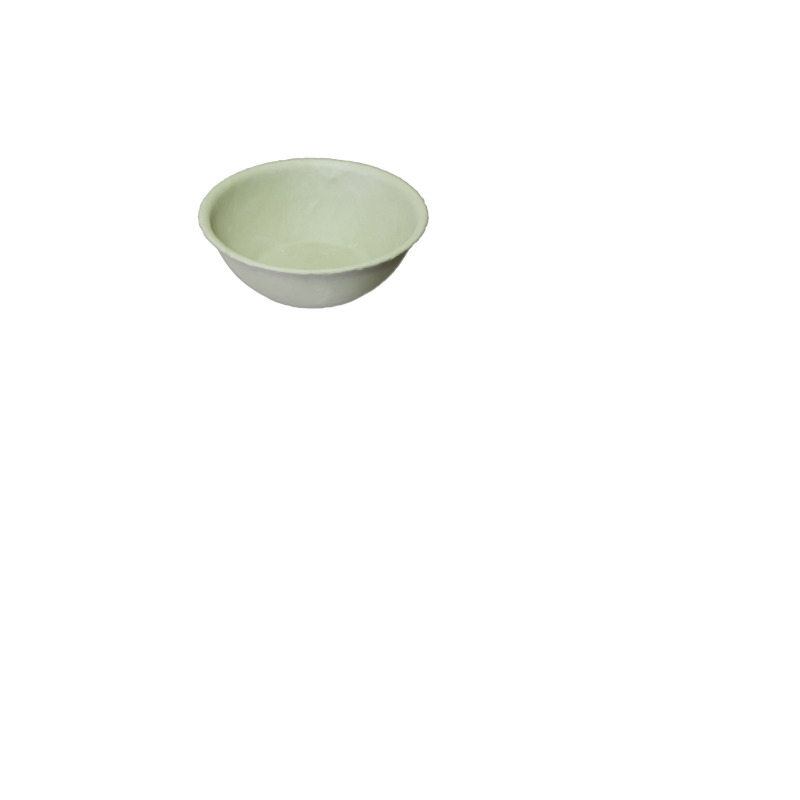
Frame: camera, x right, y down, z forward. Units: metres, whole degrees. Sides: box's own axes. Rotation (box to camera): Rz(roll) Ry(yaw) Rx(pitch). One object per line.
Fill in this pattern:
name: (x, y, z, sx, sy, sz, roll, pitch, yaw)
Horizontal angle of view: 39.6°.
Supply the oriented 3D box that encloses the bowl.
bowl: (-0.062, -0.113, 0.790, 0.162, 0.052, 0.173, -1, 36, -2)
